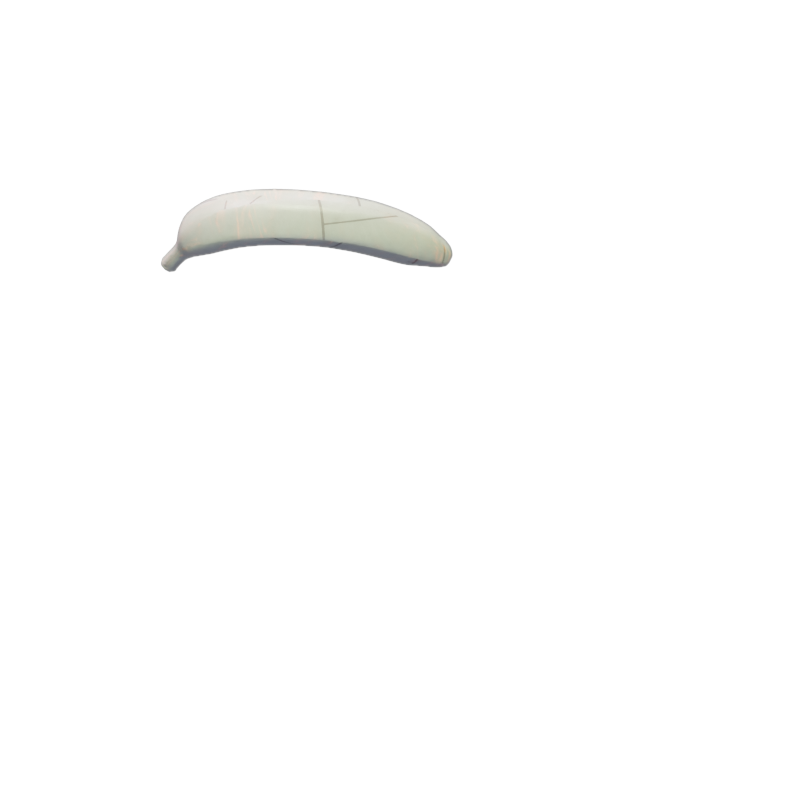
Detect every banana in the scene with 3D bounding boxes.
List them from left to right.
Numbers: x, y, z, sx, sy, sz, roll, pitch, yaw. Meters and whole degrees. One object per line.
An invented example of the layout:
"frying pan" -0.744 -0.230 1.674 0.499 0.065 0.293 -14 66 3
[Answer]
"banana" -0.061 -0.113 0.733 0.197 0.039 0.066 1 -20 -2
